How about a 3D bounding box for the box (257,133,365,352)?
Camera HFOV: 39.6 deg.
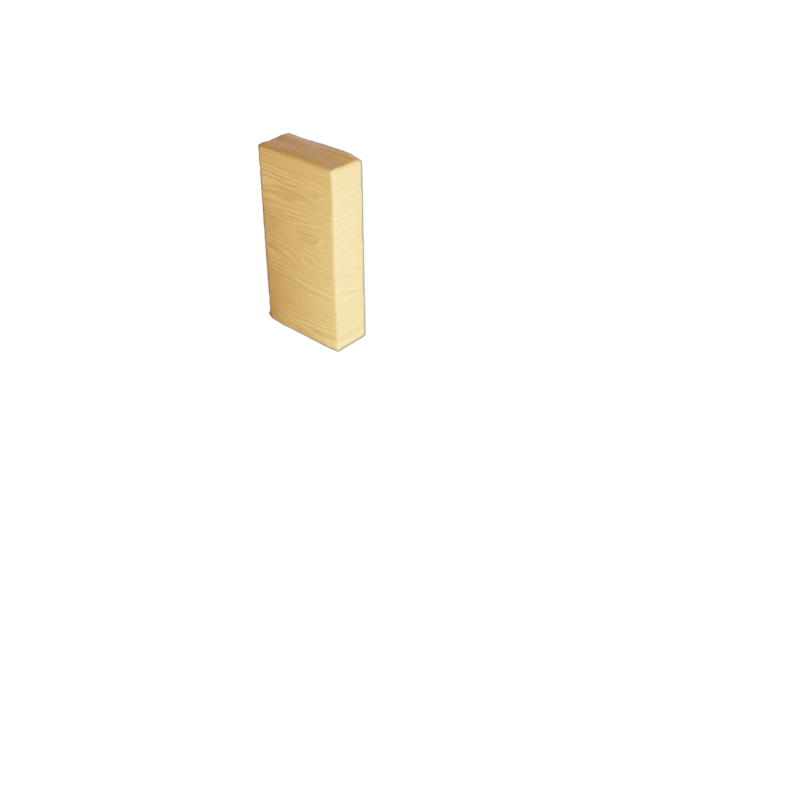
[{"bbox_3d":[-0.076,-0.140,0.981,0.099,0.166,0.048,26,36,37],"label":"box"}]
